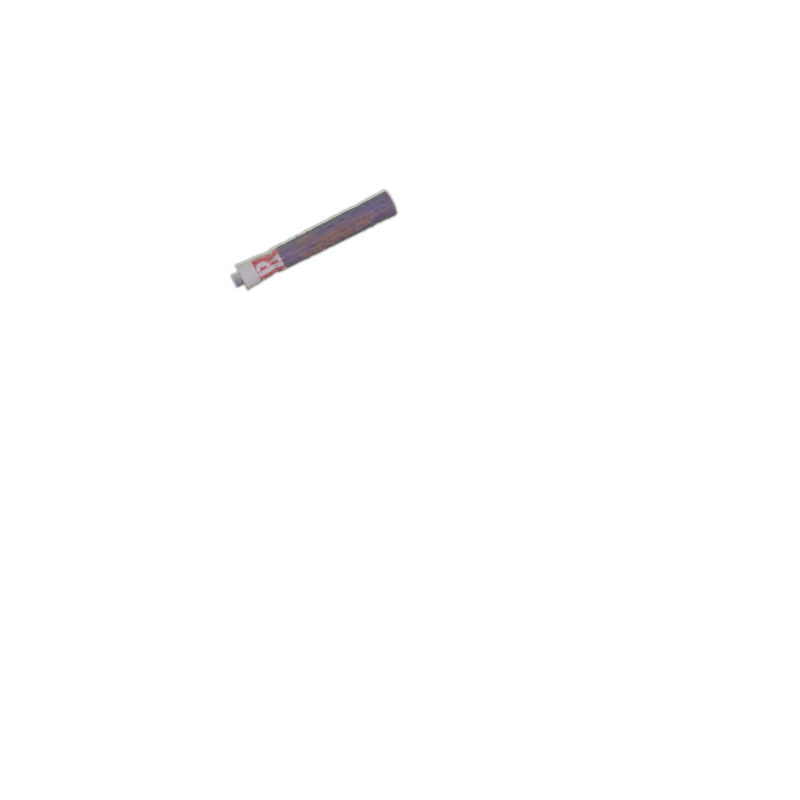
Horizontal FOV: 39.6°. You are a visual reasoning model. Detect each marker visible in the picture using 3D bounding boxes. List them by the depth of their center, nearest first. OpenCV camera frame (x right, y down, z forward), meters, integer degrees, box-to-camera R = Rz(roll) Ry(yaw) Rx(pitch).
[{"bbox_3d":[-0.059,-0.108,0.758,0.121,0.020,0.020,-27,7,-4],"label":"marker"}]
